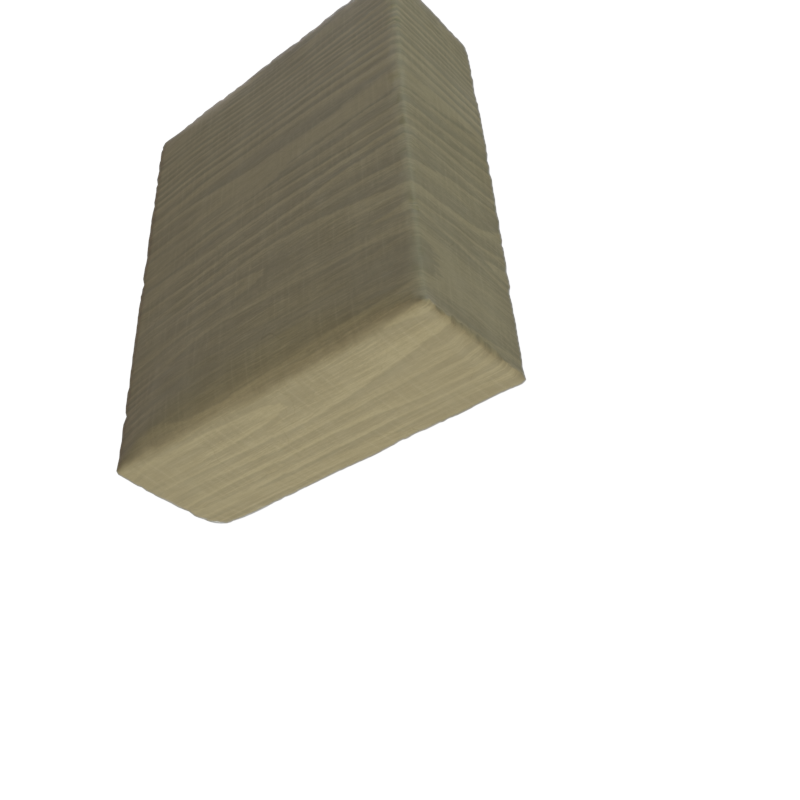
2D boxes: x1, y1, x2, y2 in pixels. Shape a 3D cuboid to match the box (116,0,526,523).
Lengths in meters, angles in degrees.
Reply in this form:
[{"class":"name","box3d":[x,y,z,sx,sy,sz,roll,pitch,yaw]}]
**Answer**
[{"class":"box","box3d":[-0.040,-0.072,0.507,0.164,0.230,0.067,-29,-47,27]}]
